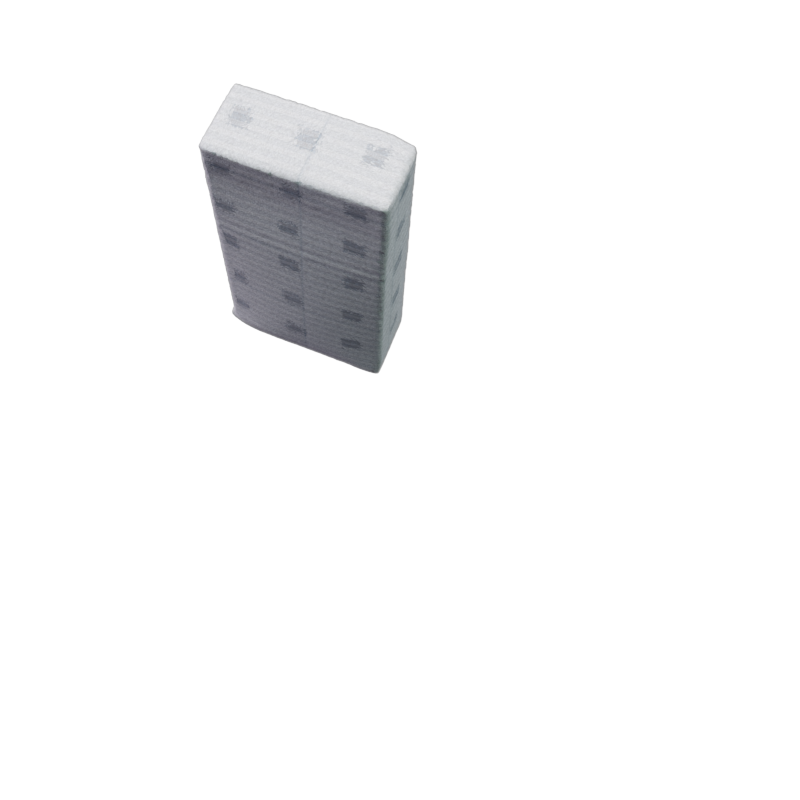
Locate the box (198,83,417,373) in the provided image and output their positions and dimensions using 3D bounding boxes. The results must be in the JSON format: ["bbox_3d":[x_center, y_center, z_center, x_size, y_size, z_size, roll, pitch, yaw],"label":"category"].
[{"bbox_3d":[-0.044,-0.080,0.561,0.095,0.050,0.166,22,-25,8],"label":"box"}]
